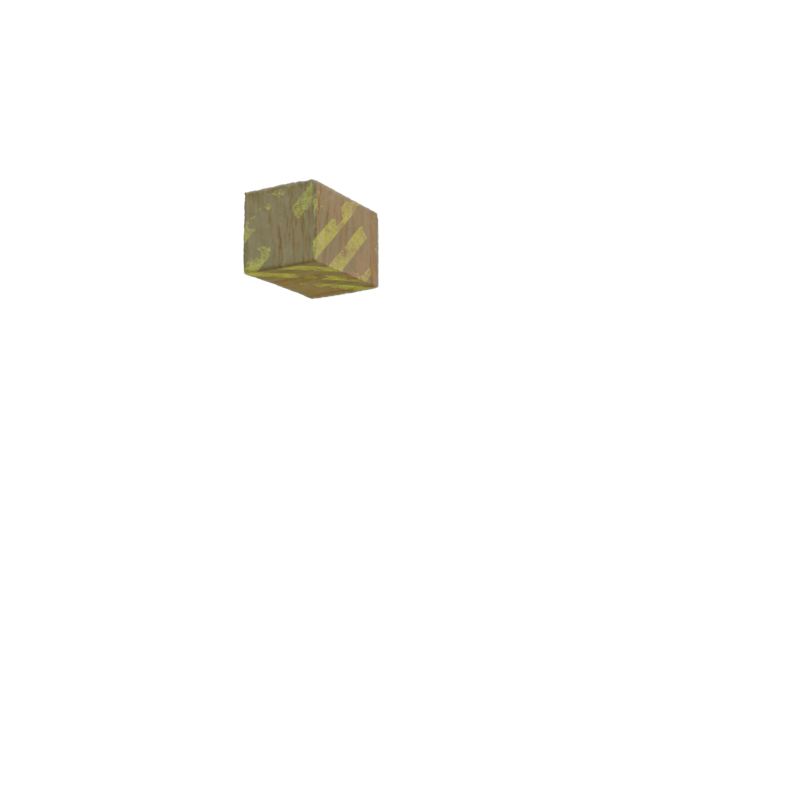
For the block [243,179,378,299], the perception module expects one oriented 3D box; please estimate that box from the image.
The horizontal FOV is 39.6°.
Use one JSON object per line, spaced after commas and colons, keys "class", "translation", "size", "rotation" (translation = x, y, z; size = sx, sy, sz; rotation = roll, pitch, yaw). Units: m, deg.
{"class": "block", "translation": [-0.053, -0.097, 0.681], "size": [0.054, 0.053, 0.074], "rotation": [-7, -13, 28]}
